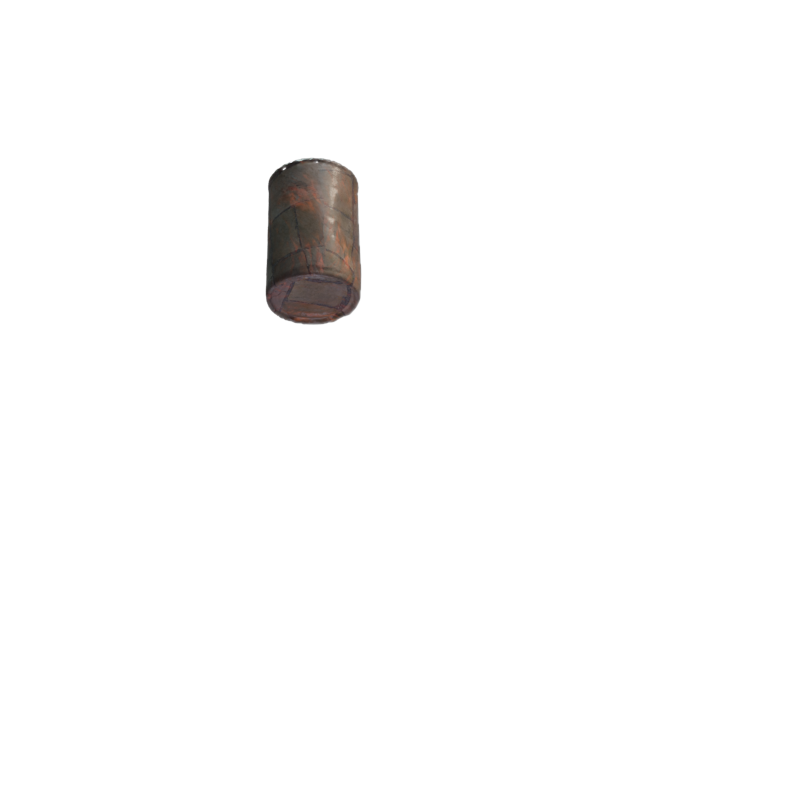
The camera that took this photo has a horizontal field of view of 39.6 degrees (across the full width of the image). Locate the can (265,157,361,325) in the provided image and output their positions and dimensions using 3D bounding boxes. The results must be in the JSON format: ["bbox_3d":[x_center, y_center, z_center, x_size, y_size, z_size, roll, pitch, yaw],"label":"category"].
[{"bbox_3d":[-0.063,-0.114,0.800,0.068,0.109,0.064,-1,-32,-2],"label":"can"}]
